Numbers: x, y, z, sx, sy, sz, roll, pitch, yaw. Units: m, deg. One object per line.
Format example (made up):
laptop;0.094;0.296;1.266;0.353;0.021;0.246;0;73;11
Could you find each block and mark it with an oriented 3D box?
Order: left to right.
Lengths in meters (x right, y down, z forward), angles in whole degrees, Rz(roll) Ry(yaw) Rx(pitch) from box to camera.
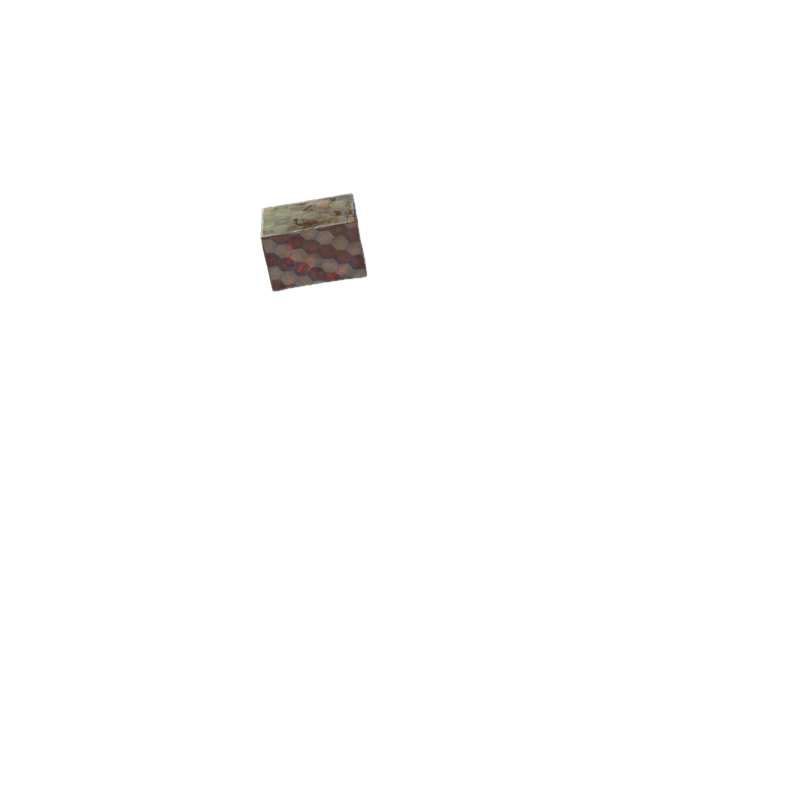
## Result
block;-0.069;-0.127;0.887;0.078;0.049;0.055;-8;34;4
